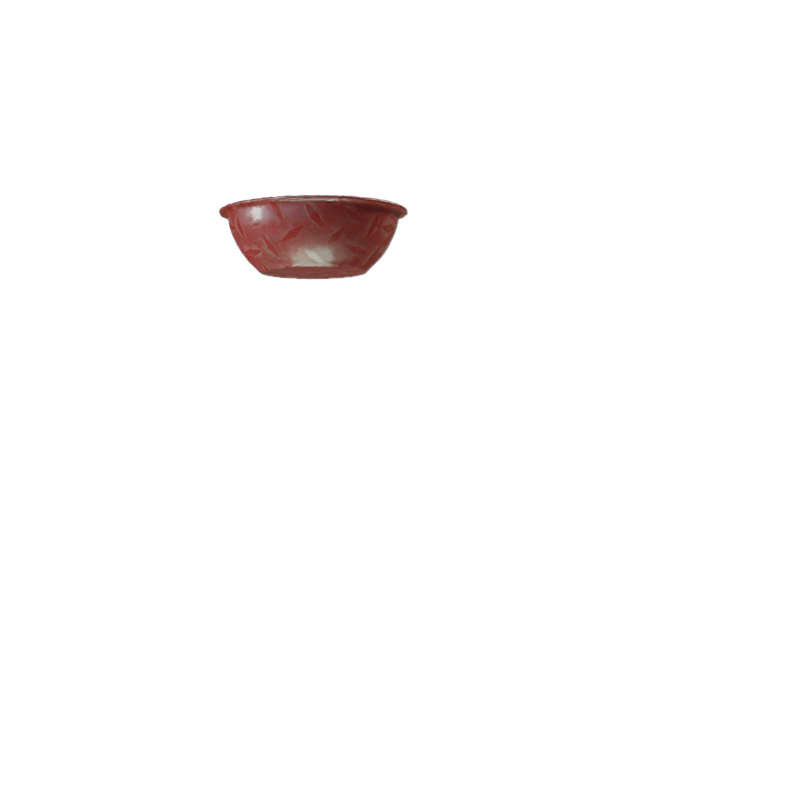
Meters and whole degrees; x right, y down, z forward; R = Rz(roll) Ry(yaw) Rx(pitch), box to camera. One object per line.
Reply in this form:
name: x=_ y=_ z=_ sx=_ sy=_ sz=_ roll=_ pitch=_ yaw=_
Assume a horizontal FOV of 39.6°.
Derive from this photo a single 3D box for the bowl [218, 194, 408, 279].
bowl: x=-0.074 y=-0.135 z=0.948 sx=0.162 sy=0.056 sz=0.161 roll=0 pitch=-1 yaw=-2
